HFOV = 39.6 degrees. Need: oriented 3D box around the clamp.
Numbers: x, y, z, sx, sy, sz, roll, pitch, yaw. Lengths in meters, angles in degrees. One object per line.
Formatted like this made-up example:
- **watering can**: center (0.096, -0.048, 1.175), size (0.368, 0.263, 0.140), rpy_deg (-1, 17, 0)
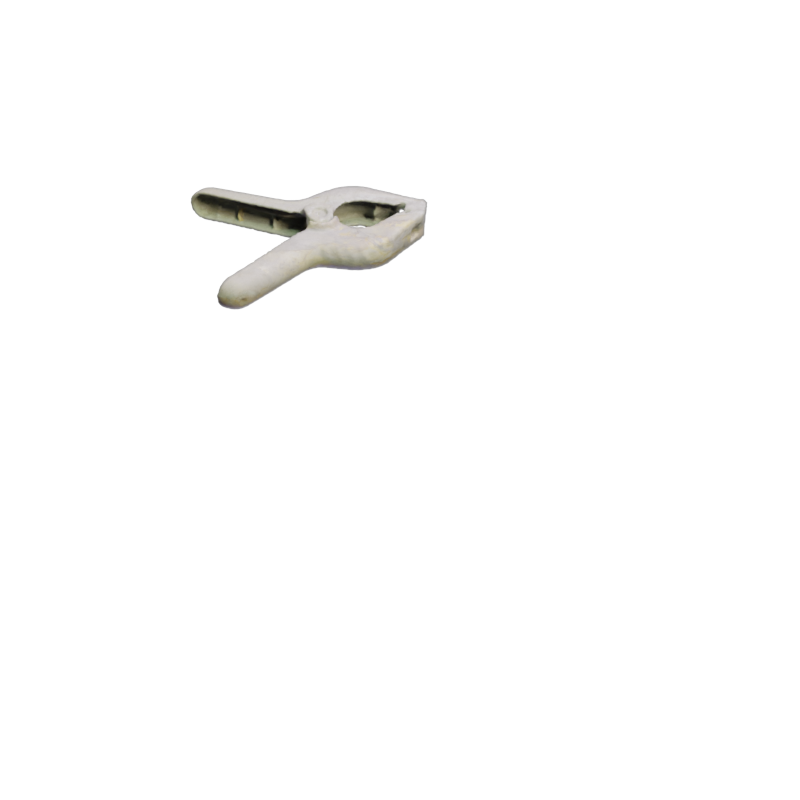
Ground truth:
- **clamp**: center (-0.062, -0.112, 0.787), size (0.170, 0.129, 0.036), rpy_deg (-5, -40, -5)
